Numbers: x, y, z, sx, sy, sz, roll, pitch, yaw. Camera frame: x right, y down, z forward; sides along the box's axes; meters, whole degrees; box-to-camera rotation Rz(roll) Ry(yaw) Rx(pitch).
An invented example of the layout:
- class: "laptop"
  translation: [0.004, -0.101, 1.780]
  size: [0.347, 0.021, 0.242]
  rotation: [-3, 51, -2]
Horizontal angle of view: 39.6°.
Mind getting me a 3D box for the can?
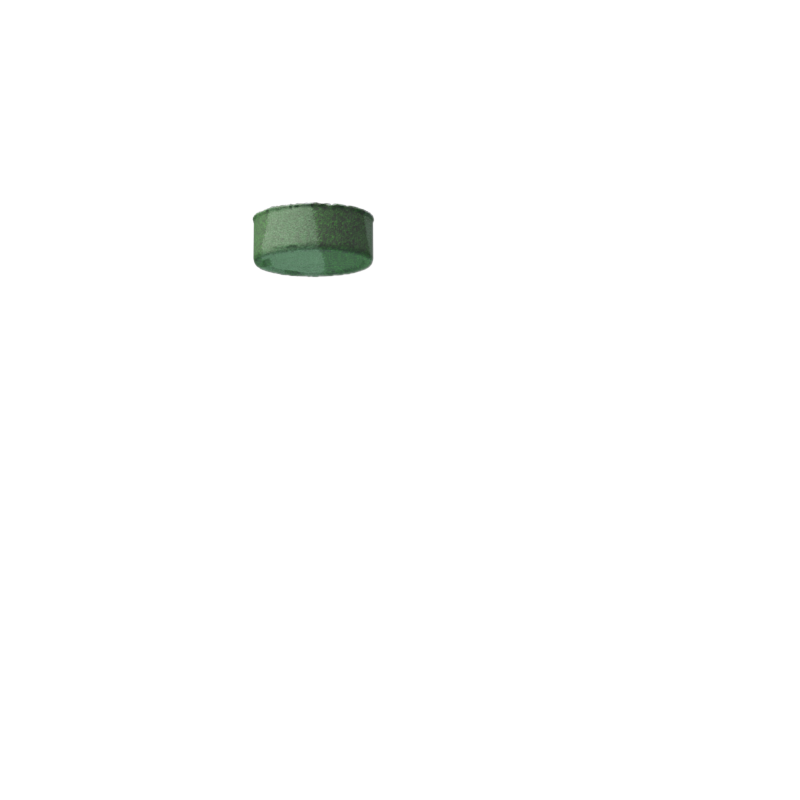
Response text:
- class: "can"
  translation: [-0.061, -0.111, 0.780]
  size: [0.086, 0.034, 0.084]
  rotation: [0, -8, -2]
